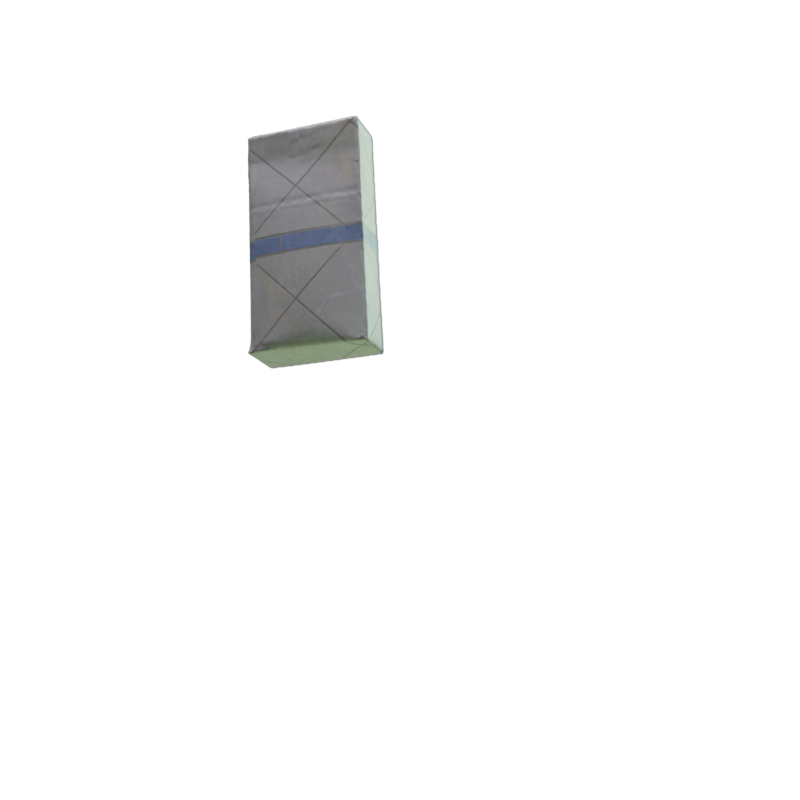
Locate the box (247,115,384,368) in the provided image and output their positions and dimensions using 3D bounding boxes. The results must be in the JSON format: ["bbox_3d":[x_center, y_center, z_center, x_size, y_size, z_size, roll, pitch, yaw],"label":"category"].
[{"bbox_3d":[-0.064,-0.118,0.825,0.095,0.185,0.045,-9,-23,18],"label":"box"}]
